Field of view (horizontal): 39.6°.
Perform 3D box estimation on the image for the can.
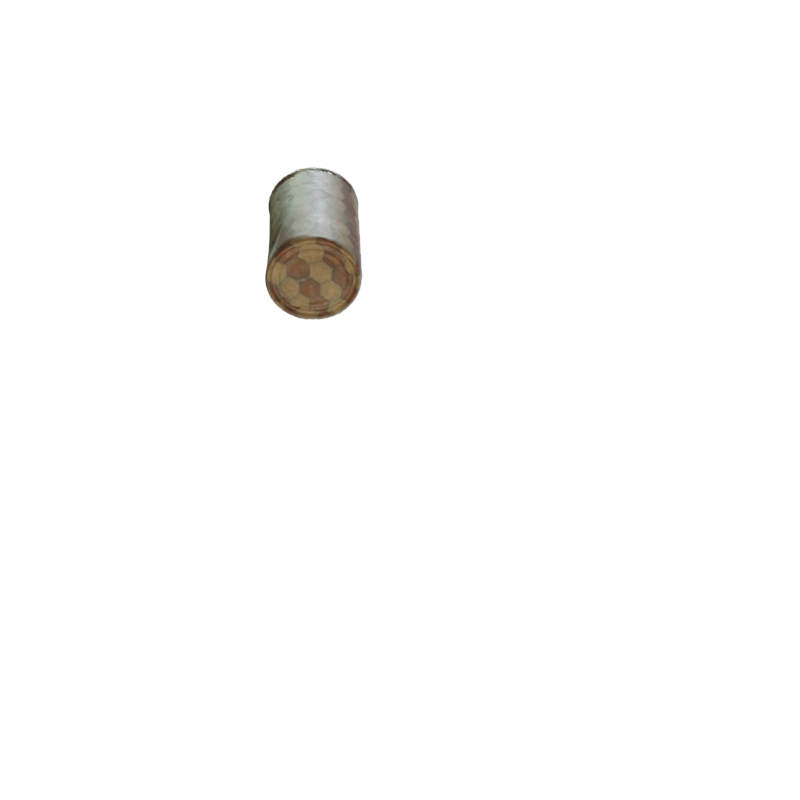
[{"bbox_3d":[-0.062,-0.113,0.794,0.068,0.064,0.109,-1,36,-3],"label":"can"}]
